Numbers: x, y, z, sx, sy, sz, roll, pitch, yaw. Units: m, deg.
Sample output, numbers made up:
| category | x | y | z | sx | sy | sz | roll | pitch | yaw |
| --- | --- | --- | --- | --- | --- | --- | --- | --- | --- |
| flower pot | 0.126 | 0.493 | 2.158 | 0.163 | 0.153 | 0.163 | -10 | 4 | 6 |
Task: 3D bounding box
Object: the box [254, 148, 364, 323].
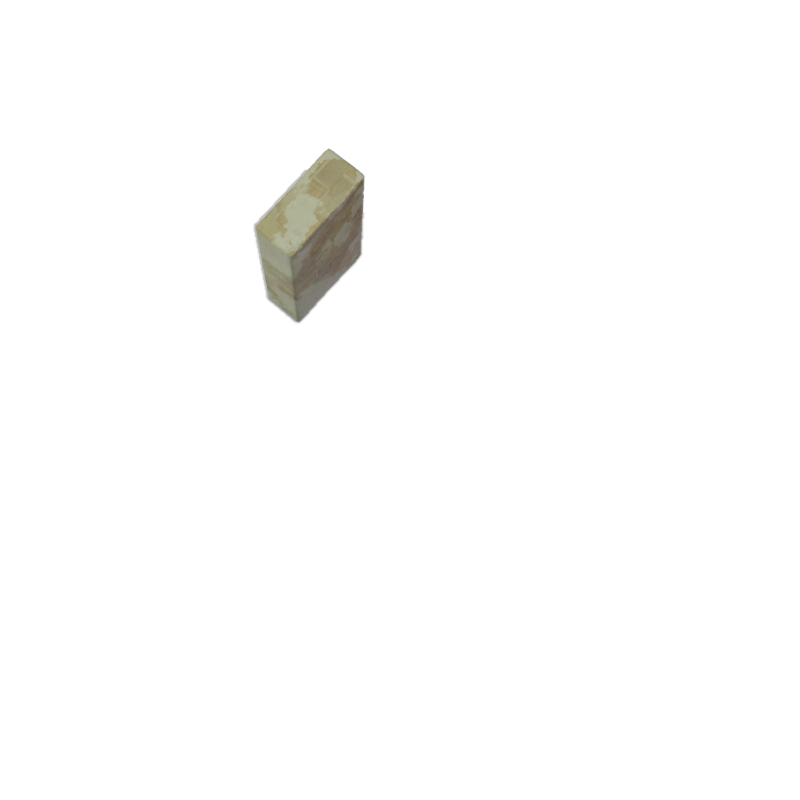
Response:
| category | x | y | z | sx | sy | sz | roll | pitch | yaw |
| --- | --- | --- | --- | --- | --- | --- | --- | --- | --- |
| box | -0.074 | -0.135 | 0.947 | 0.049 | 0.094 | 0.170 | 39 | -12 | 5 |
